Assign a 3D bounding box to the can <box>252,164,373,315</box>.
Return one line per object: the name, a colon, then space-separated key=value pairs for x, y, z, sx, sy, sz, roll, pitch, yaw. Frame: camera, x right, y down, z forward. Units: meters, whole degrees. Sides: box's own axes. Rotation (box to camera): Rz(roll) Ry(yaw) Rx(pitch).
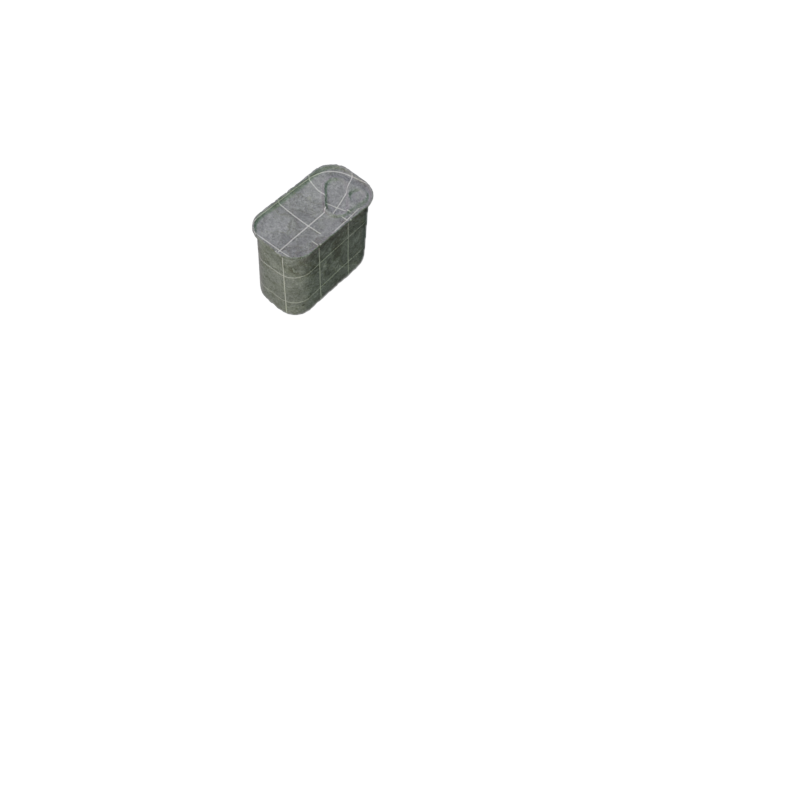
can: x=-0.071 y=-0.130 z=0.908 sx=0.061 sy=0.103 sz=0.078 roll=37 pitch=-28 yaw=20
